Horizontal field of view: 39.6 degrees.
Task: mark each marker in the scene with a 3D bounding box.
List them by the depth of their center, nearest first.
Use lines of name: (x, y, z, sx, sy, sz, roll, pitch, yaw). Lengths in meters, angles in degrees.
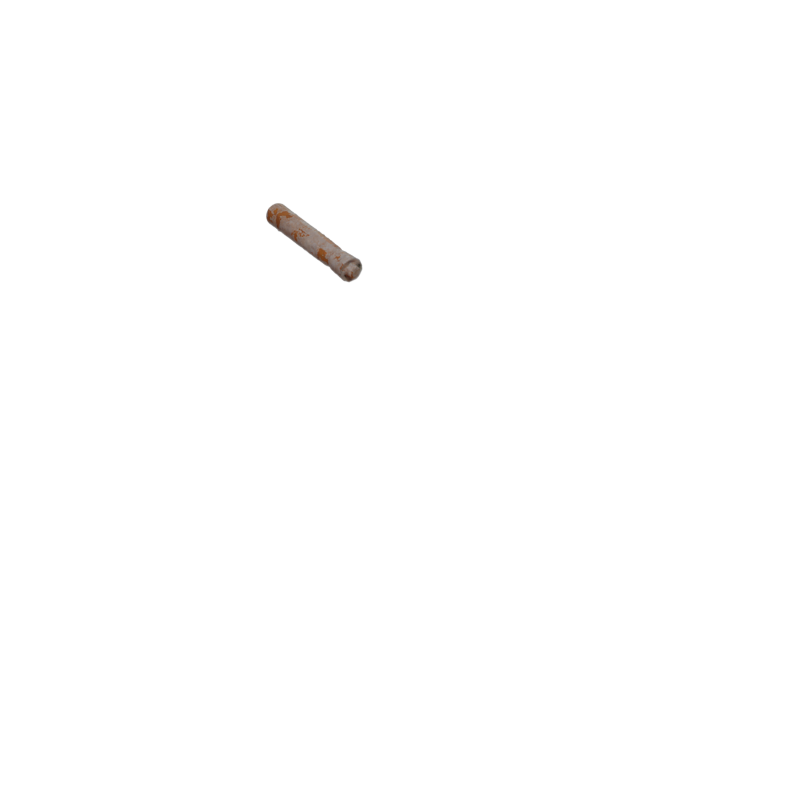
marker: (-0.065, -0.118, 0.830, 0.019, 0.019, 0.130, -3, 28, -34)
